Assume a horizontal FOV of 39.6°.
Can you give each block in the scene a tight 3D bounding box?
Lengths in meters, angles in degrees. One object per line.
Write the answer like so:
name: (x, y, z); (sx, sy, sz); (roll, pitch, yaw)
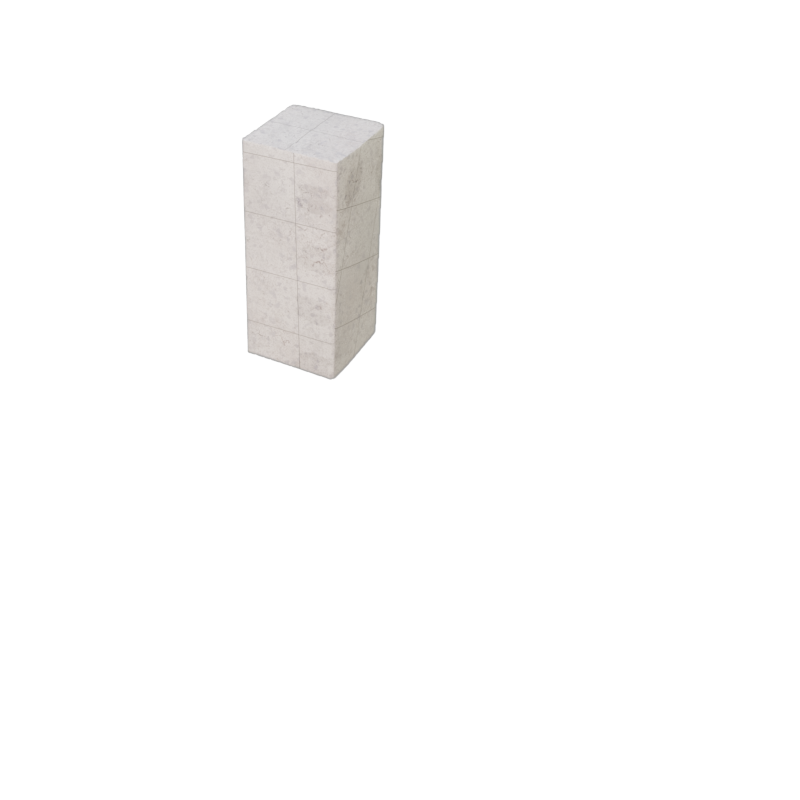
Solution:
block: (-0.074, -0.136, 0.951); (0.094, 0.194, 0.092); (16, 34, 21)
